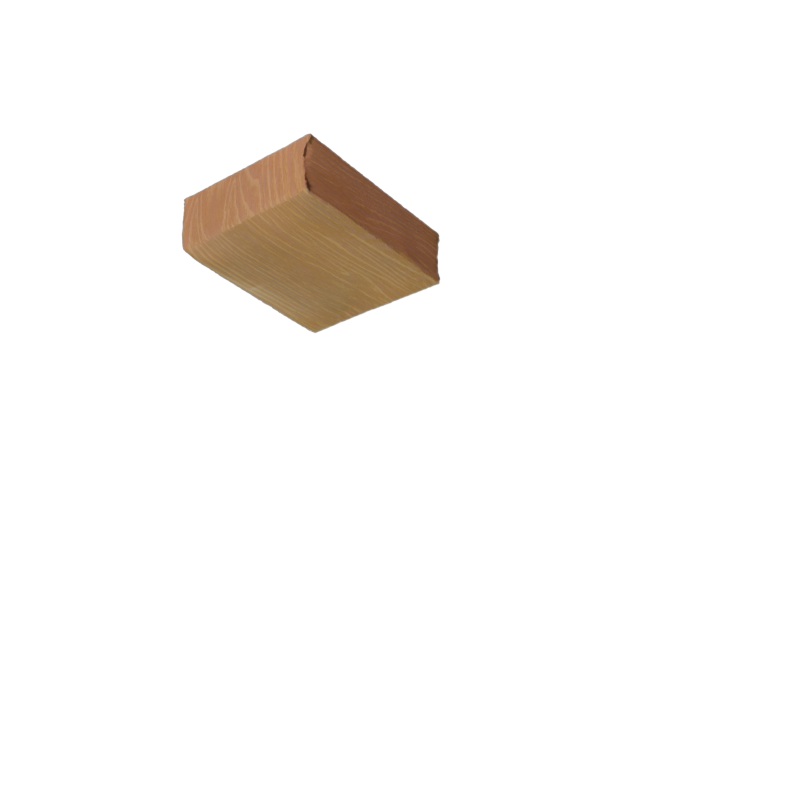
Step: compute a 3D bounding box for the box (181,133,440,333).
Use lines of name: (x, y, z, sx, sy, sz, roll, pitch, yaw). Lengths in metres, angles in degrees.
box: (-0.046, -0.084, 0.589, 0.090, 0.041, 0.106, -21, -34, 33)
